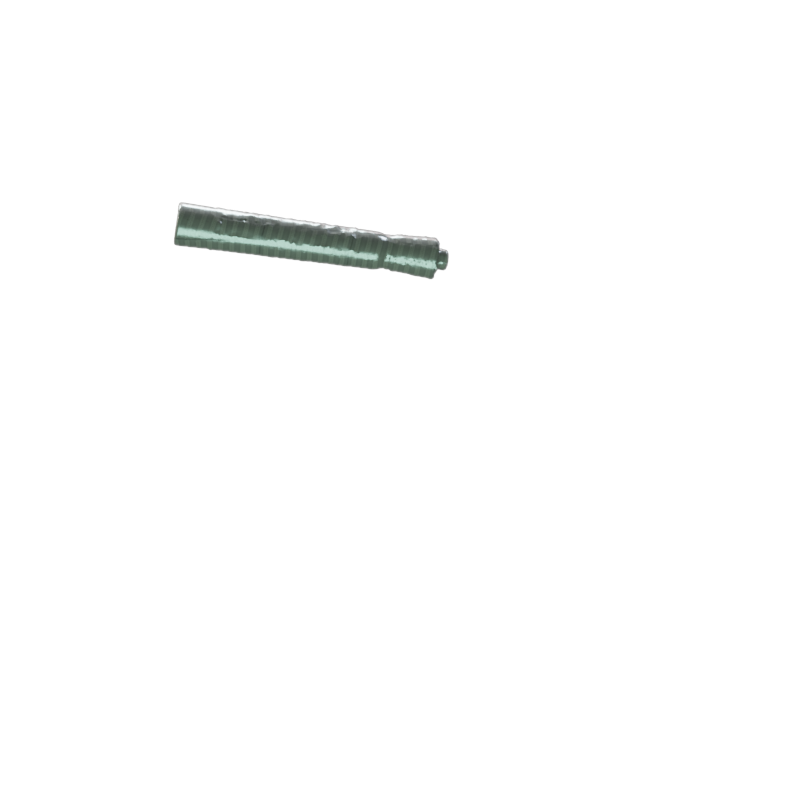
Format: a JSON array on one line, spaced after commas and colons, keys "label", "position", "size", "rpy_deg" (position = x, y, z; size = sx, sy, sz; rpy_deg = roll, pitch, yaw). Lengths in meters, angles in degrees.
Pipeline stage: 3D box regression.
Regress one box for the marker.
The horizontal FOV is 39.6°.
[{"label": "marker", "position": [-0.038, -0.070, 0.488], "size": [0.119, 0.020, 0.020], "rpy_deg": [7, 3, -7]}]
